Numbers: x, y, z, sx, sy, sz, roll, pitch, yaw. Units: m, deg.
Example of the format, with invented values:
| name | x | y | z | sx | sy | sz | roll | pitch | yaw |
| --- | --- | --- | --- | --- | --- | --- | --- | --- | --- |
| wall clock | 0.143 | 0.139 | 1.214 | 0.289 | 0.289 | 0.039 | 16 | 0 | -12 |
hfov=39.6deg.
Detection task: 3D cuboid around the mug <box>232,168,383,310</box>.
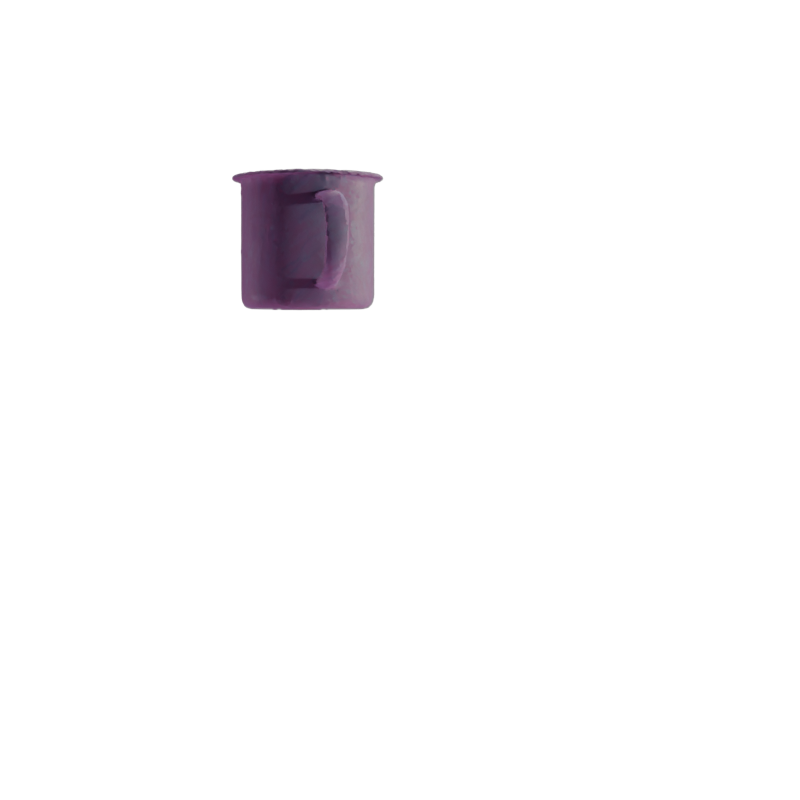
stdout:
| name | x | y | z | sx | sy | sz | roll | pitch | yaw |
| --- | --- | --- | --- | --- | --- | --- | --- | --- | --- |
| mug | -0.052 | -0.095 | 0.668 | 0.091 | 0.082 | 0.120 | -1 | 3 | -20 |
